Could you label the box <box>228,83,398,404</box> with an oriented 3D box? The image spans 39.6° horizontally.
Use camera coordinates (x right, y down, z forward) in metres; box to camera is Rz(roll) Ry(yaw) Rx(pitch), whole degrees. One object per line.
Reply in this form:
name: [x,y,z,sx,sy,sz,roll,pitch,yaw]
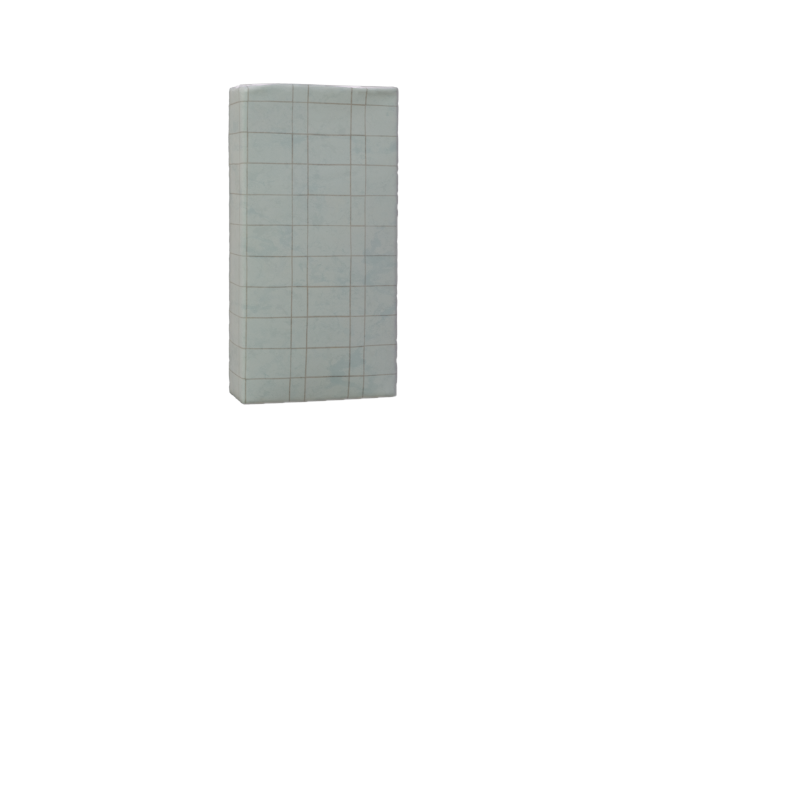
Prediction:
box: [-0.049,-0.090,0.629,0.091,0.174,0.050,-2,6,-17]
